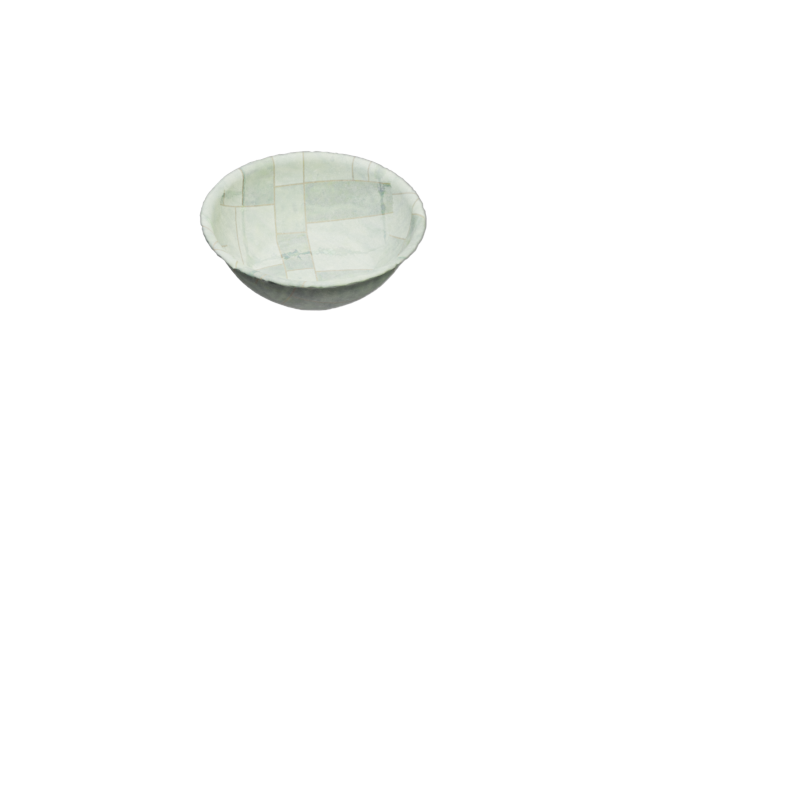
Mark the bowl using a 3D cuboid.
[{"bbox_3d":[-0.063,-0.115,0.807,0.162,0.051,0.174,-1,43,-1],"label":"bowl"}]
